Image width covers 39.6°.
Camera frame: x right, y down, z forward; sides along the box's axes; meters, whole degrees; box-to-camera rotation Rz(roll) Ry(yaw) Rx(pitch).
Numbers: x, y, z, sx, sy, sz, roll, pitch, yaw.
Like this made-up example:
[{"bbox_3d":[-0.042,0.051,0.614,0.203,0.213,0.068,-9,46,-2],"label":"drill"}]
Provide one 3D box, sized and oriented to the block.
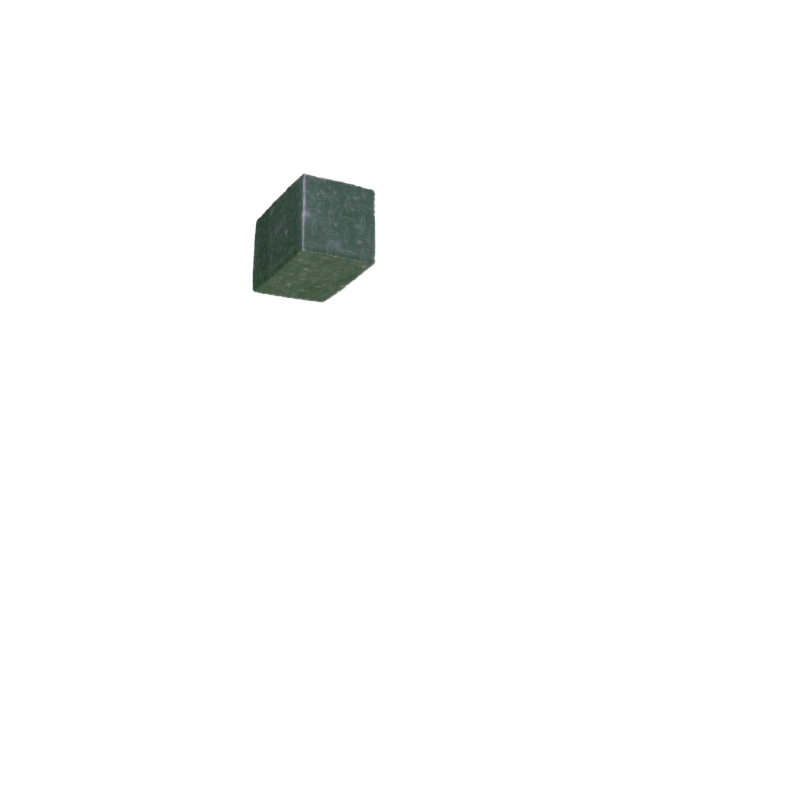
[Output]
[{"bbox_3d":[-0.055,-0.101,0.709,0.051,0.054,0.077,10,-22,-27],"label":"block"}]
